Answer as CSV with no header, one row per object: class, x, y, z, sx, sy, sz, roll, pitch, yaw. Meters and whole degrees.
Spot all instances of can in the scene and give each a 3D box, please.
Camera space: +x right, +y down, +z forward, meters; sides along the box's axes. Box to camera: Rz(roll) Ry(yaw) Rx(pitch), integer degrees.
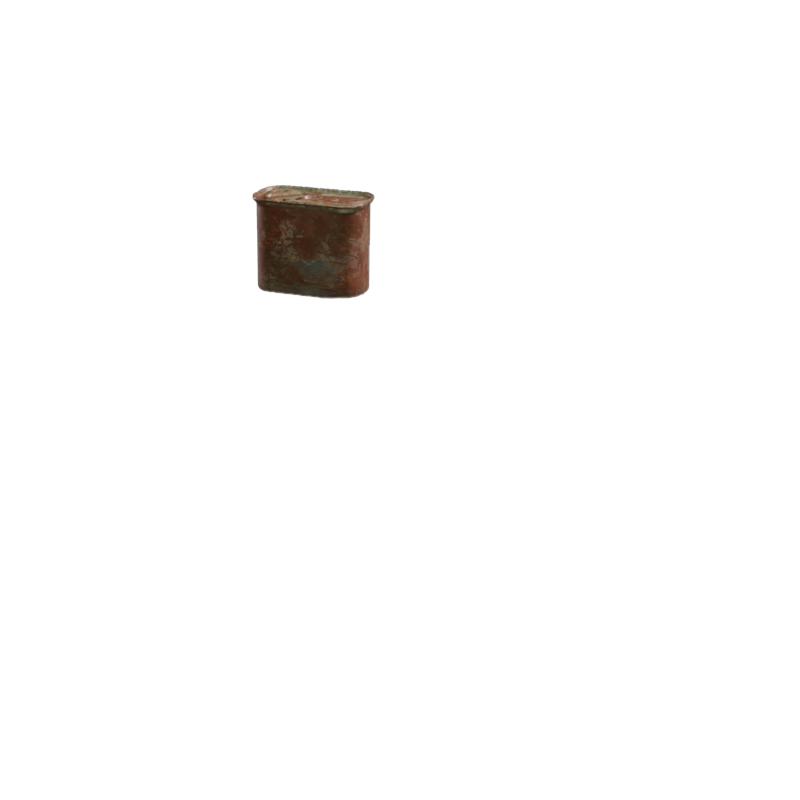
can,-0.075,-0.137,0.956,0.105,0.080,0.058,8,20,18
